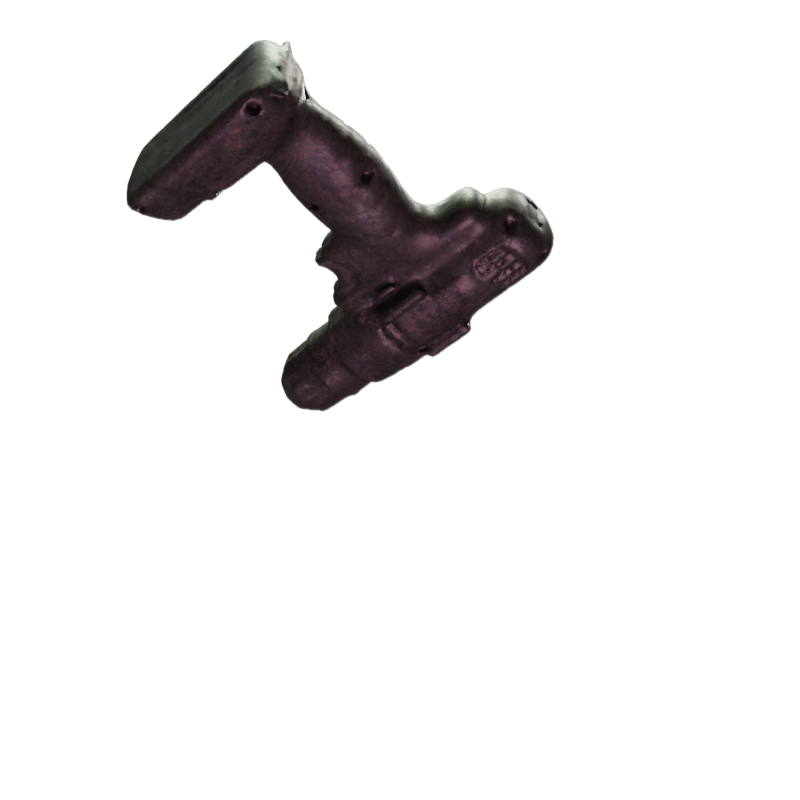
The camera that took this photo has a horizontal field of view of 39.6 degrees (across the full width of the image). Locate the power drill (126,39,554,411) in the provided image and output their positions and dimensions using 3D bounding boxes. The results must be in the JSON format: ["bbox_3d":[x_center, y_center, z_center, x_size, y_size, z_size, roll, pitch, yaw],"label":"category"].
[{"bbox_3d":[-0.045,-0.082,0.572,0.177,0.062,0.182,35,-57,-28],"label":"power drill"}]
